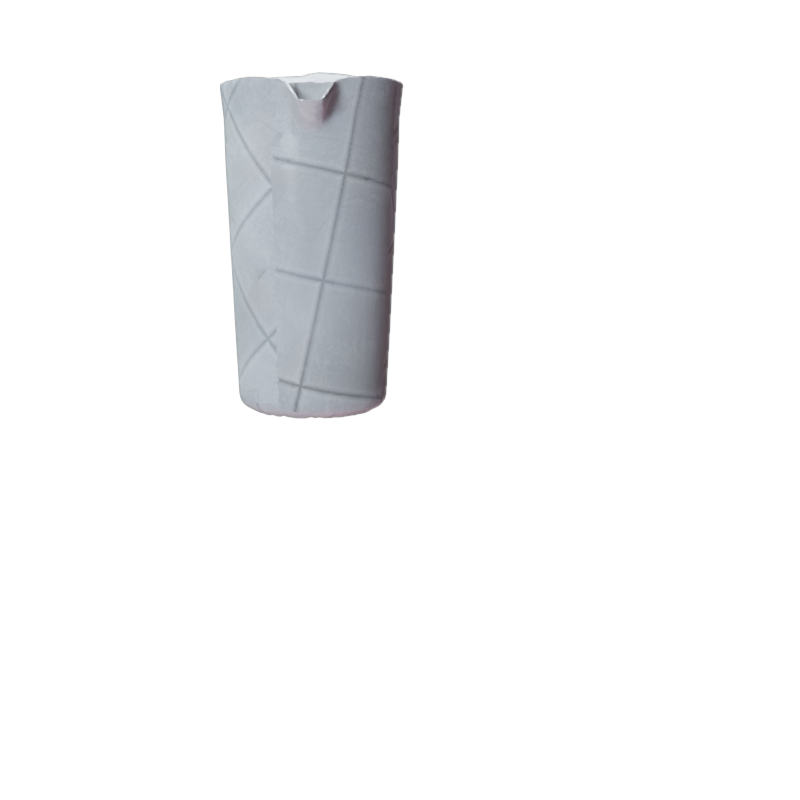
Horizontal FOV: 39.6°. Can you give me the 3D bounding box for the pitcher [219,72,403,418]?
[{"bbox_3d":[-0.064,-0.117,0.821,0.151,0.242,0.144,3,5,42],"label":"pitcher"}]
